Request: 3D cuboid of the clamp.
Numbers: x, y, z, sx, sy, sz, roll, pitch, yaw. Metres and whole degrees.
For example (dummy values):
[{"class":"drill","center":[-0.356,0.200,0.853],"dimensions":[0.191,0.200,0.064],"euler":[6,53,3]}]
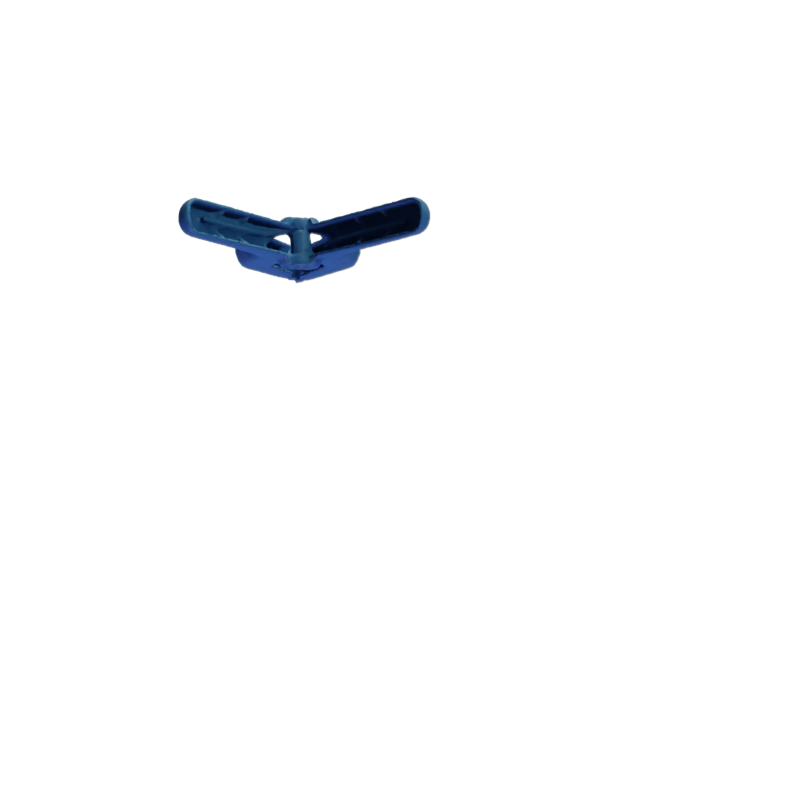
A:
[{"class":"clamp","center":[-0.063,-0.116,0.810],"dimensions":[0.165,0.037,0.206],"euler":[0,-3,1]}]
